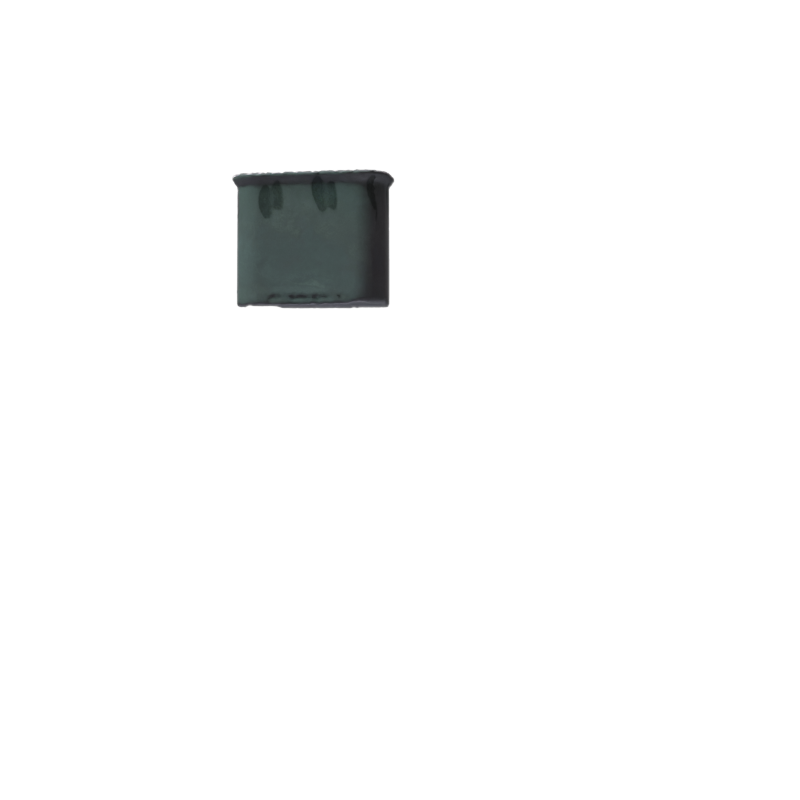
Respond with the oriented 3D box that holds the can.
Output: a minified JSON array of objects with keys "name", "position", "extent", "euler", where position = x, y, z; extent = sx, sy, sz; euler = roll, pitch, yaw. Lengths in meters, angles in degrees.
[{"name":"can","position":[-0.056,-0.102,0.711],"extent":[0.103,0.085,0.056],"euler":[0,-3,11]}]
